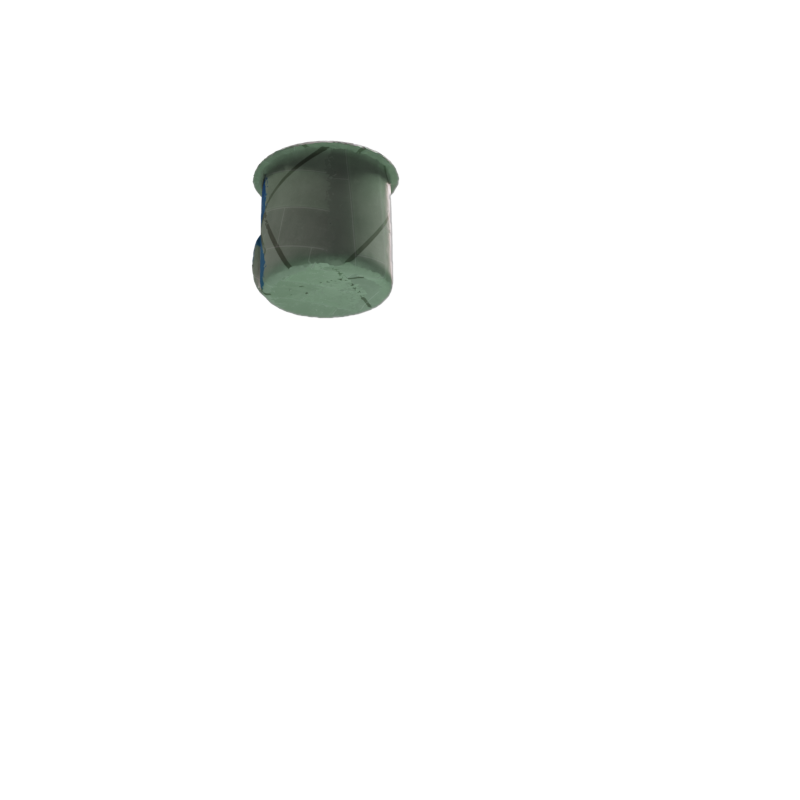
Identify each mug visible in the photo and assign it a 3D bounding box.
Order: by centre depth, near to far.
[{"bbox_3d":[-0.055,-0.100,0.698,0.088,0.086,0.118,21,-31,-41],"label":"mug"}]
